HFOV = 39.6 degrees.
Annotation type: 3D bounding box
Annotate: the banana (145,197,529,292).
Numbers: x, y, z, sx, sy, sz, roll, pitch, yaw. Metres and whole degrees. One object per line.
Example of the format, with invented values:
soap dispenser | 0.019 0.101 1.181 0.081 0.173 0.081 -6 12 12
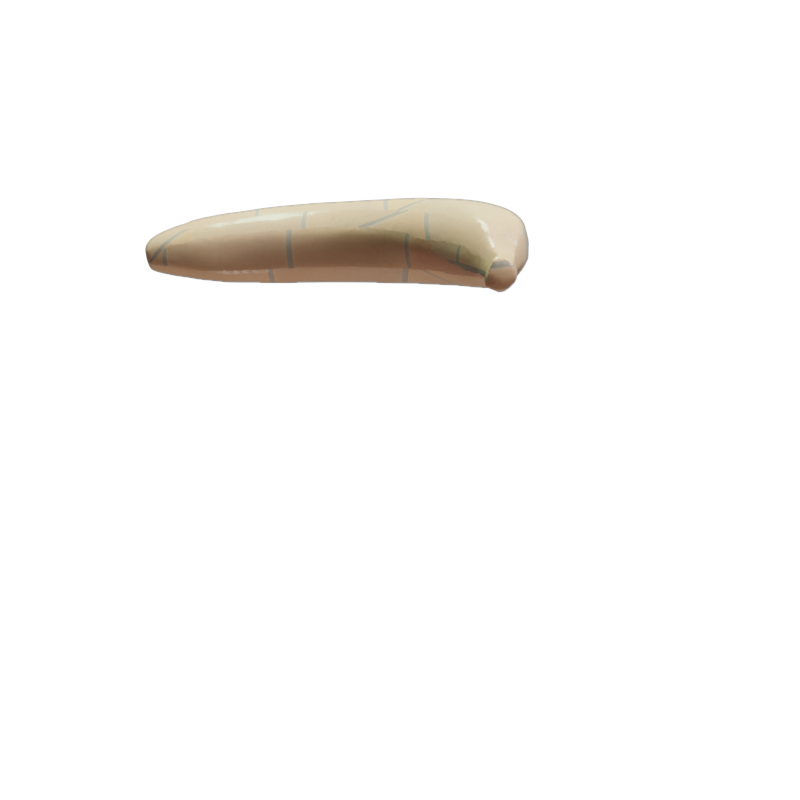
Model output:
banana | -0.022 -0.067 0.470 0.206 0.036 0.067 6 8 40
